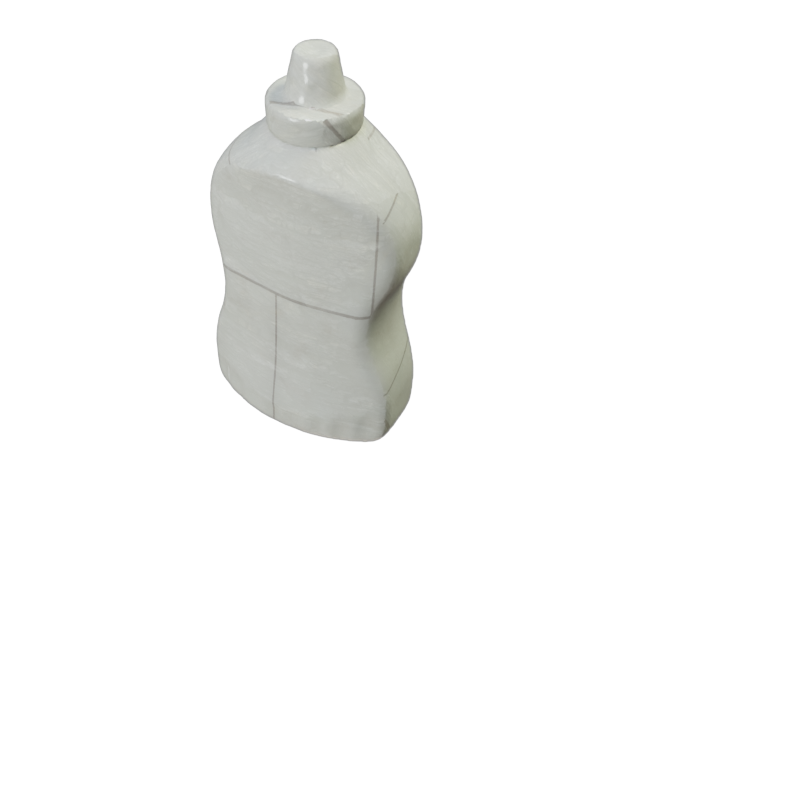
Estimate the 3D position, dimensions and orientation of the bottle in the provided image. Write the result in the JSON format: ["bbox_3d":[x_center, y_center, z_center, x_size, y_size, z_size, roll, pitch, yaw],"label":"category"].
[{"bbox_3d":[-0.038,-0.071,0.493,0.100,0.179,0.060,24,45,21],"label":"bottle"}]
